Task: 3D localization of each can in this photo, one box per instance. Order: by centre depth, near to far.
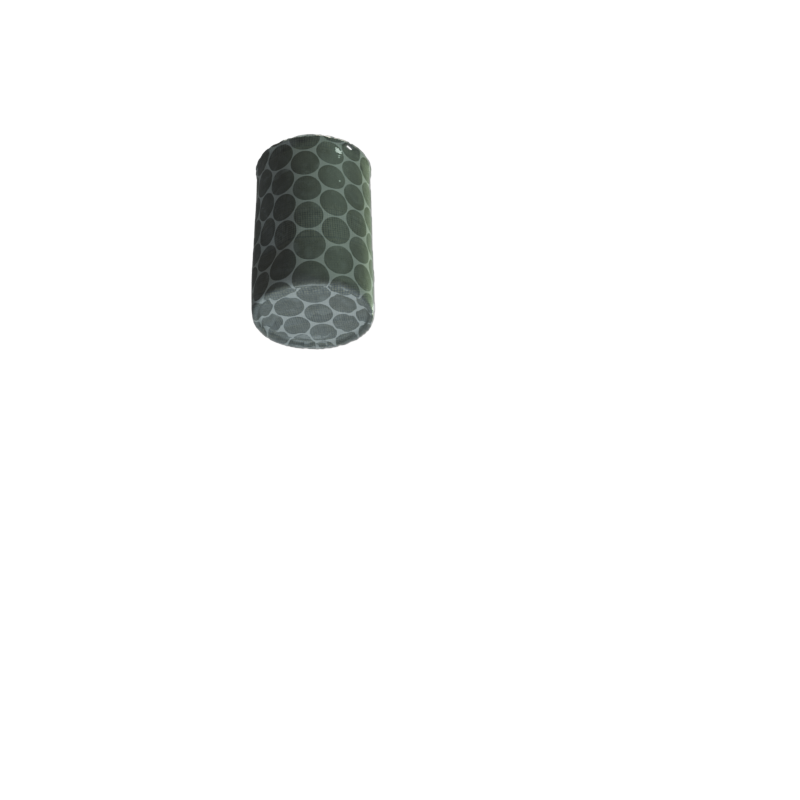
[{"bbox_3d":[-0.049,-0.088,0.620,0.068,0.109,0.064,-1,-33,-2],"label":"can"}]
